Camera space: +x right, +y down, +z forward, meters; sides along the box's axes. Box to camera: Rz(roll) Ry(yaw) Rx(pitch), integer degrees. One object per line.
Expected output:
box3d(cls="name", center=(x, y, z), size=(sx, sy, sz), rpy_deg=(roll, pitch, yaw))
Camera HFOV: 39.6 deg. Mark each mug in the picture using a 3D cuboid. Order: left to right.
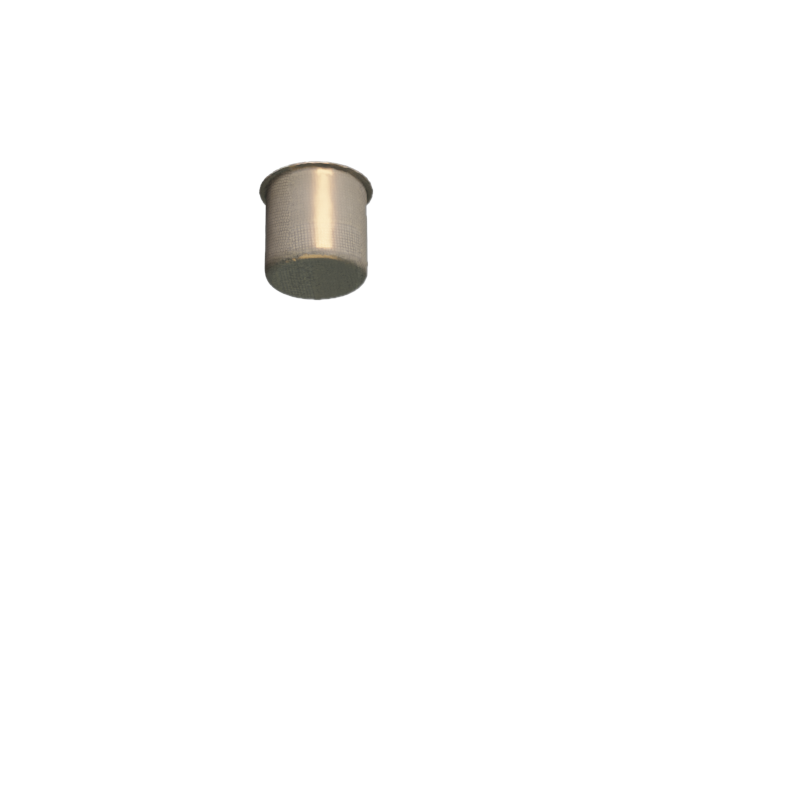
box3d(cls="mug", center=(-0.070, -0.128, 0.897), size=(0.091, 0.086, 0.113), rpy_deg=(5, -25, -13))
